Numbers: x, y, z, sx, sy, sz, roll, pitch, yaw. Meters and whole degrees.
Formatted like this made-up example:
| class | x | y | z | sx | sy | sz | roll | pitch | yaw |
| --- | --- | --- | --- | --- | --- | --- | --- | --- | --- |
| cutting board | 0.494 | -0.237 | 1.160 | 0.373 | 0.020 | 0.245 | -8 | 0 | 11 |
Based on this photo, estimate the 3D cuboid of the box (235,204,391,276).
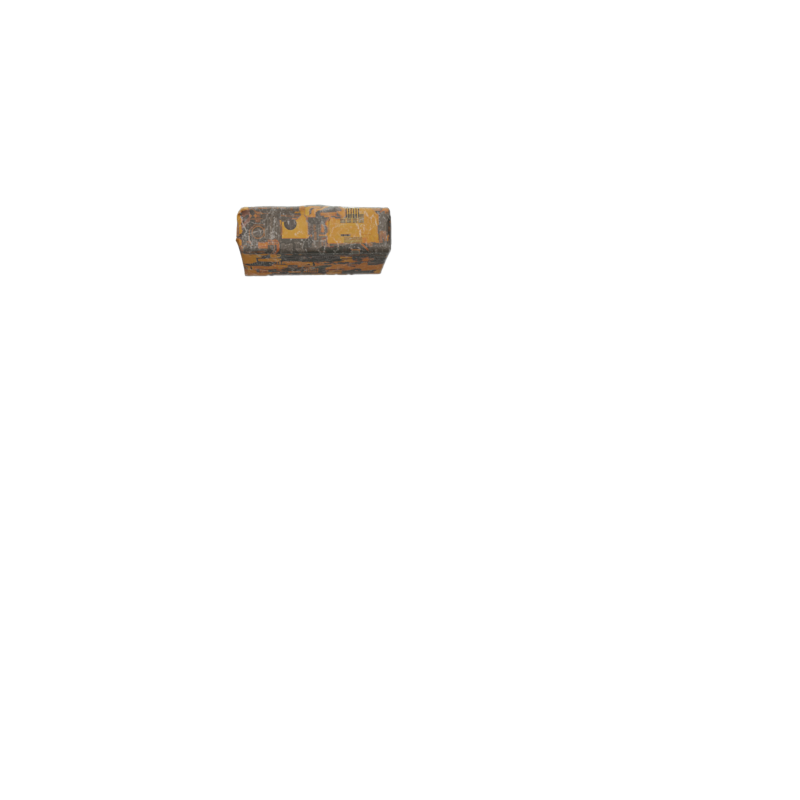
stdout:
| class | x | y | z | sx | sy | sz | roll | pitch | yaw |
| --- | --- | --- | --- | --- | --- | --- | --- | --- | --- |
| box | -0.052 | -0.095 | 0.666 | 0.089 | 0.031 | 0.072 | 0 | -5 | -2 |
